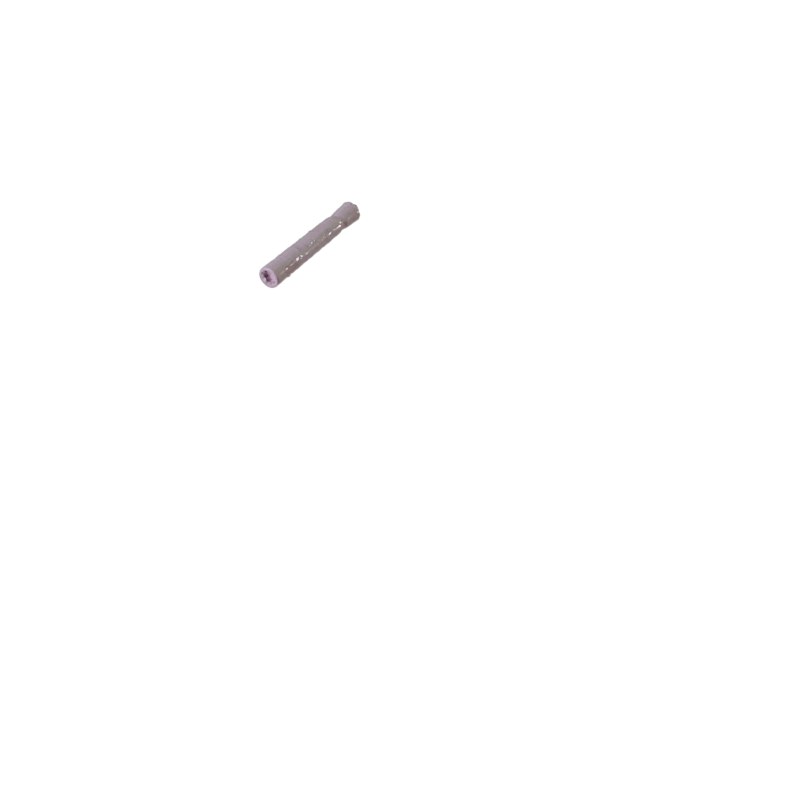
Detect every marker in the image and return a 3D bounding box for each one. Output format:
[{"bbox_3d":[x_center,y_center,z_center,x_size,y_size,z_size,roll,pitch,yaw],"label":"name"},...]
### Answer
[{"bbox_3d":[-0.071,-0.129,0.907,0.021,0.019,0.123,2,35,38],"label":"marker"}]
